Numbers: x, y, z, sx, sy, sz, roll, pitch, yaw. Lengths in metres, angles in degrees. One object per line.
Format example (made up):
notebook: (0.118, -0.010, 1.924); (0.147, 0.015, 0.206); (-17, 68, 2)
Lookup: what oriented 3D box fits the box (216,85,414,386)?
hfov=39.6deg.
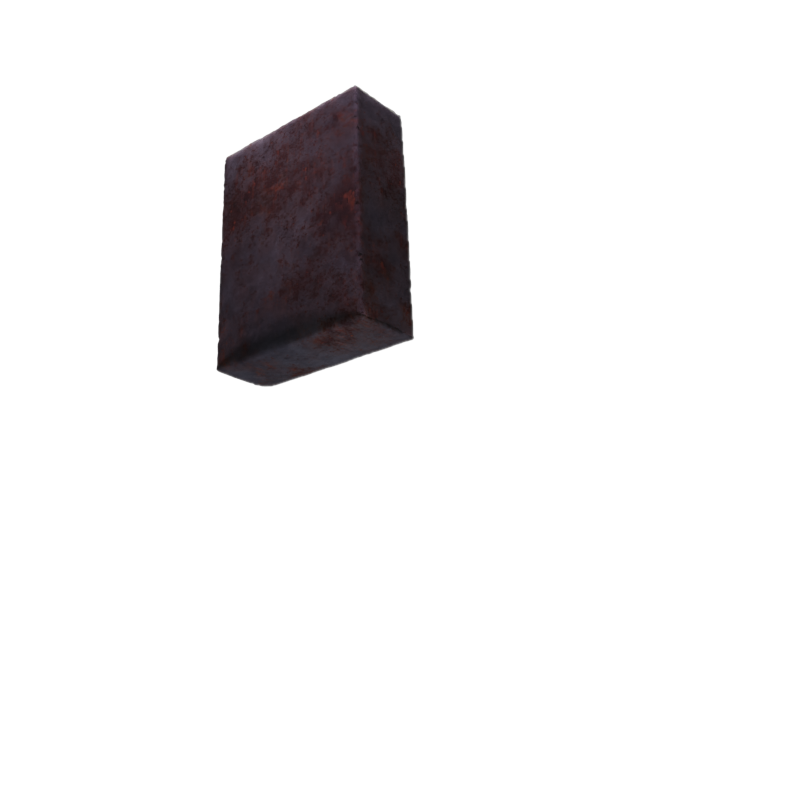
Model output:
box: (-0.074, -0.134, 0.939); (0.165, 0.227, 0.067); (-21, -32, 35)
